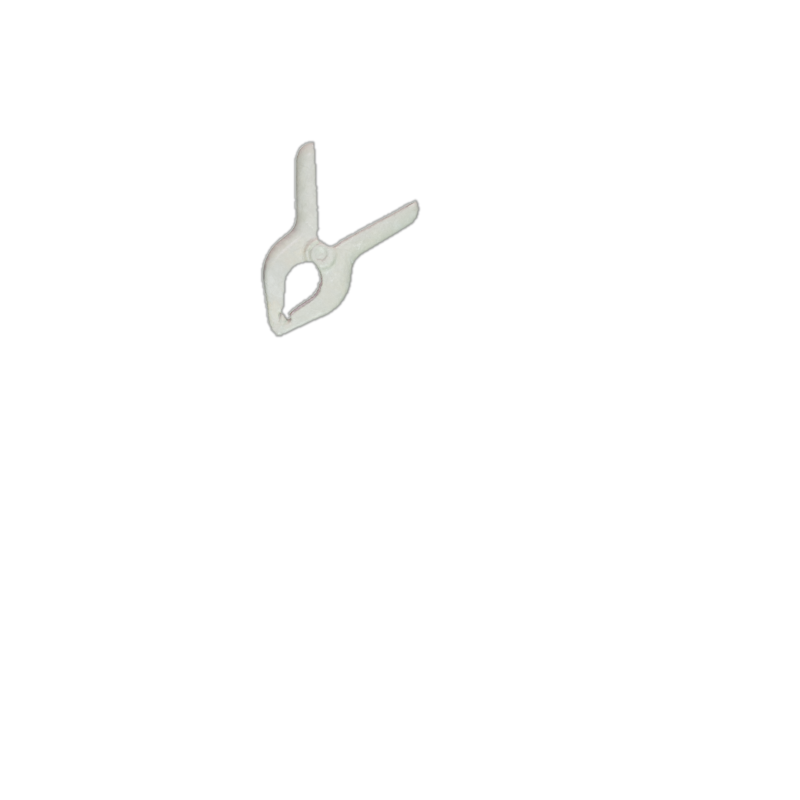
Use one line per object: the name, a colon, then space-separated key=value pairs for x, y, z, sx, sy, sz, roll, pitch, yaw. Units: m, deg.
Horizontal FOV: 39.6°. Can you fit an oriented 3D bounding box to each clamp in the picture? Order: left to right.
clamp: x=-0.077 y=-0.141 z=0.989 sx=0.121 sy=0.172 sz=0.039 roll=37 pitch=-4 yaw=2
